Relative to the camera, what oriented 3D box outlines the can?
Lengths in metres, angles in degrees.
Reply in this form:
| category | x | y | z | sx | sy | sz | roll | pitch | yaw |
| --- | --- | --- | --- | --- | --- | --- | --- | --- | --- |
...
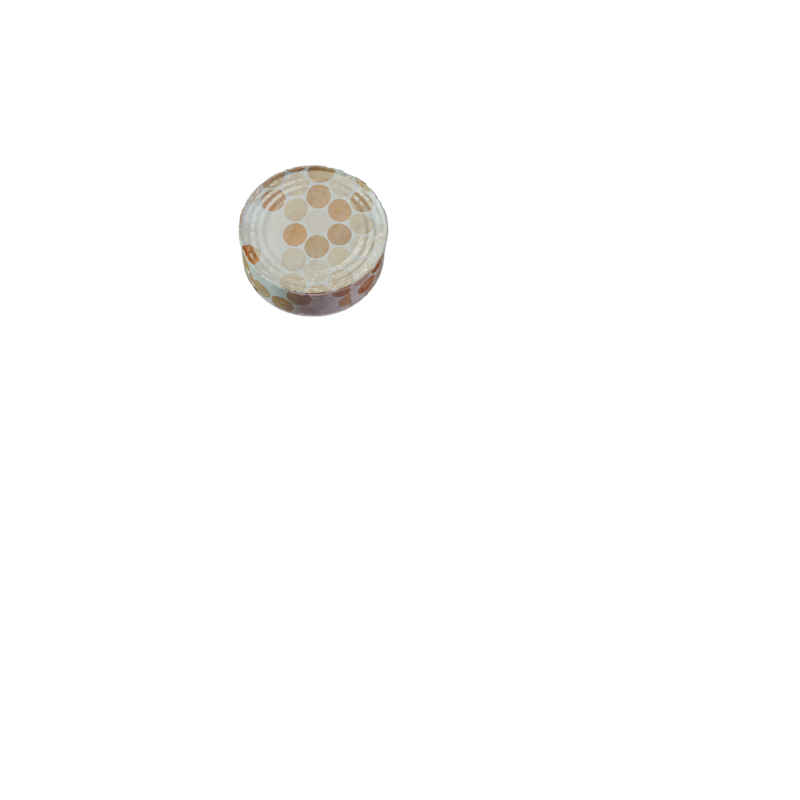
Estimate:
| category | x | y | z | sx | sy | sz | roll | pitch | yaw |
| --- | --- | --- | --- | --- | --- | --- | --- | --- | --- |
| can | -0.051 | -0.092 | 0.647 | 0.086 | 0.091 | 0.032 | -1 | -28 | -1 |
